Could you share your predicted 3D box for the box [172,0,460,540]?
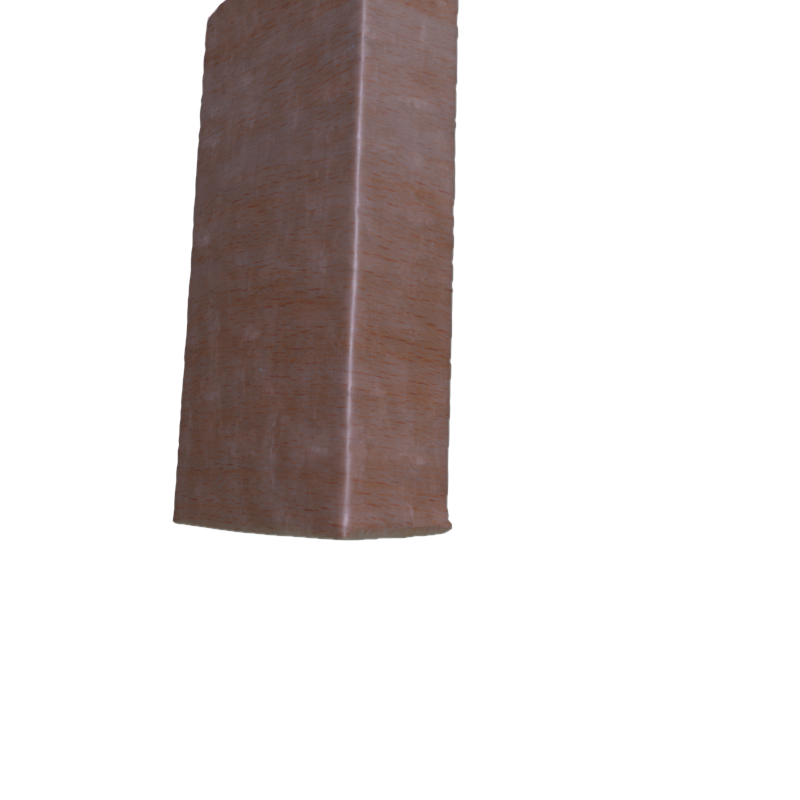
[{"bbox_3d":[-0.027,-0.049,0.345,0.046,0.181,0.095,8,-13,-39],"label":"box"}]
